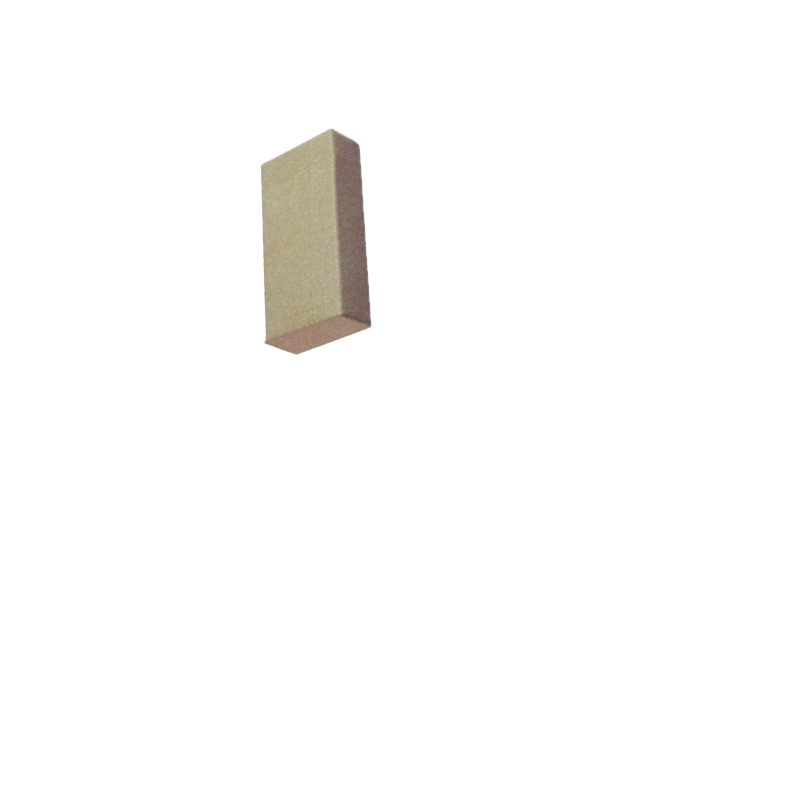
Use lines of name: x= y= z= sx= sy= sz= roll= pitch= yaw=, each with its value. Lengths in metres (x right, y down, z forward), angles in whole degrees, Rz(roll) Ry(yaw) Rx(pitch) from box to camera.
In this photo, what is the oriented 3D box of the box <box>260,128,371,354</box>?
box: x=-0.075 y=-0.137 z=0.961 sx=0.094 sy=0.186 sz=0.045 roll=-21 pitch=-30 yaw=37
